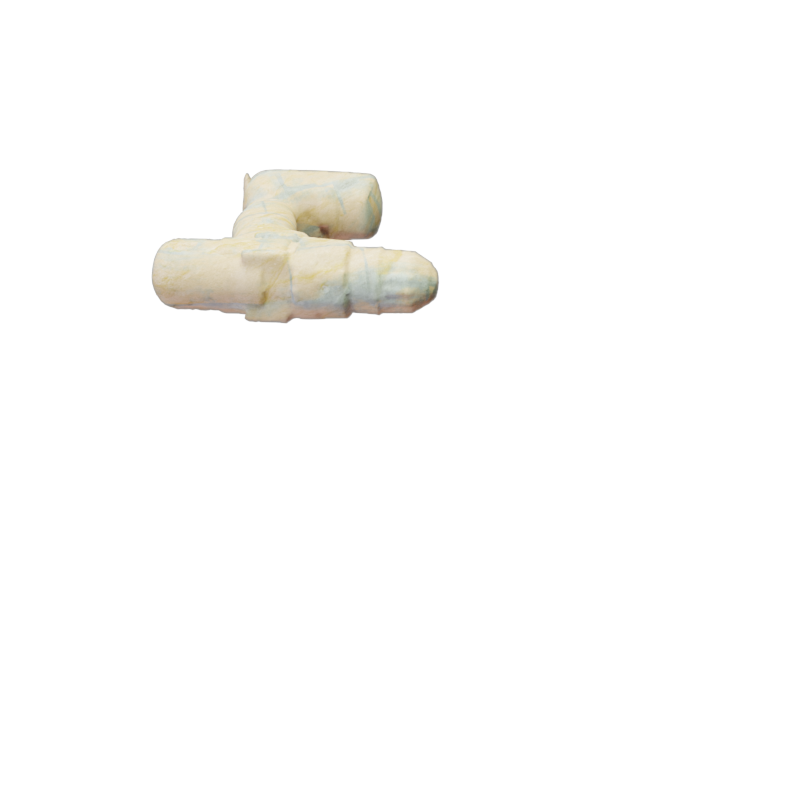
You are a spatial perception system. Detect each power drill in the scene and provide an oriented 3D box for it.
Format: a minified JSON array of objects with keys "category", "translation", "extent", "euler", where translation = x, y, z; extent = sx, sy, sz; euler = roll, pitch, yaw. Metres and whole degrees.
[{"category":"power drill","translation":[-0.060,-0.110,0.770],"extent":[0.187,0.055,0.194],"euler":[4,25,8]}]
